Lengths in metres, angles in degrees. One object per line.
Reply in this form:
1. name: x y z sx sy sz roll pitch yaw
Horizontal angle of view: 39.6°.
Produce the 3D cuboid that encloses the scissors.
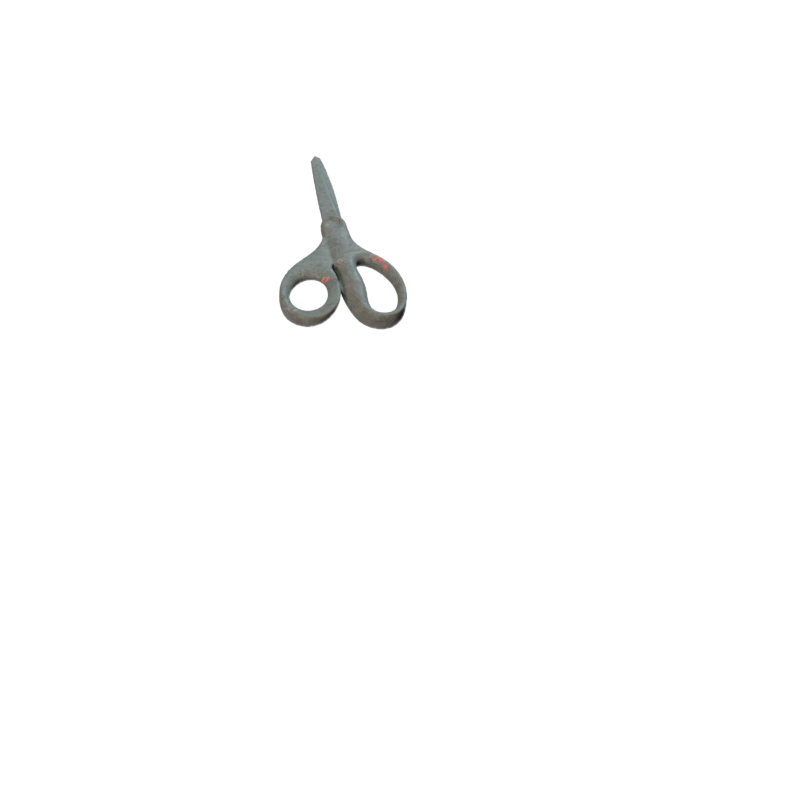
1. scissors: -0.064 -0.116 0.812 0.095 0.015 0.219 -17 45 -18
